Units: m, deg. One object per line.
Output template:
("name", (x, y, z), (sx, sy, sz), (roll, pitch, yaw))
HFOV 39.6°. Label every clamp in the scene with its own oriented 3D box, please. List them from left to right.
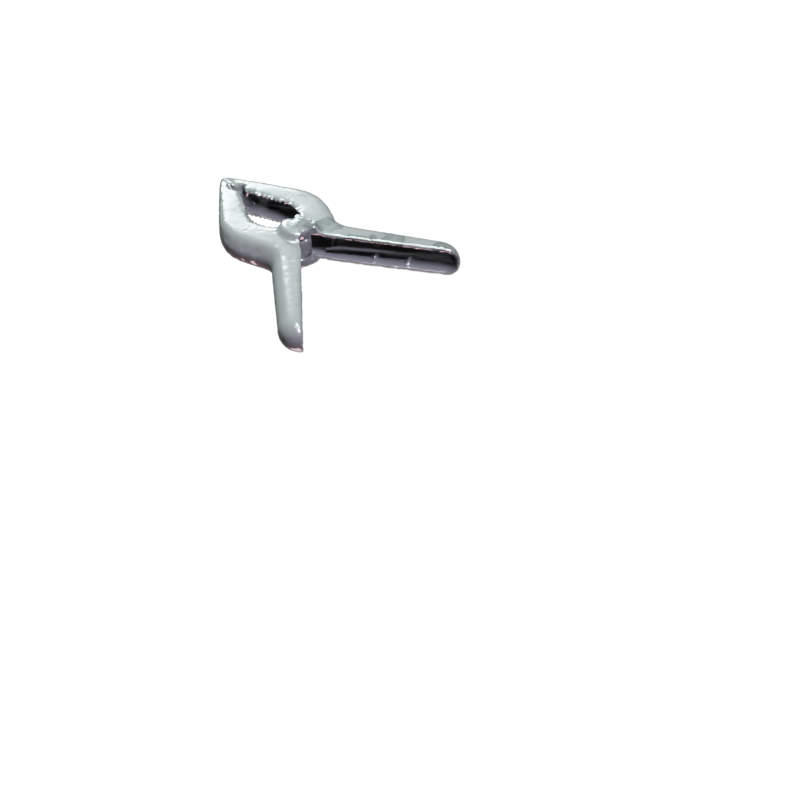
("clamp", (-0.068, -0.125, 0.872), (0.163, 0.034, 0.227), (-22, 44, -25))
